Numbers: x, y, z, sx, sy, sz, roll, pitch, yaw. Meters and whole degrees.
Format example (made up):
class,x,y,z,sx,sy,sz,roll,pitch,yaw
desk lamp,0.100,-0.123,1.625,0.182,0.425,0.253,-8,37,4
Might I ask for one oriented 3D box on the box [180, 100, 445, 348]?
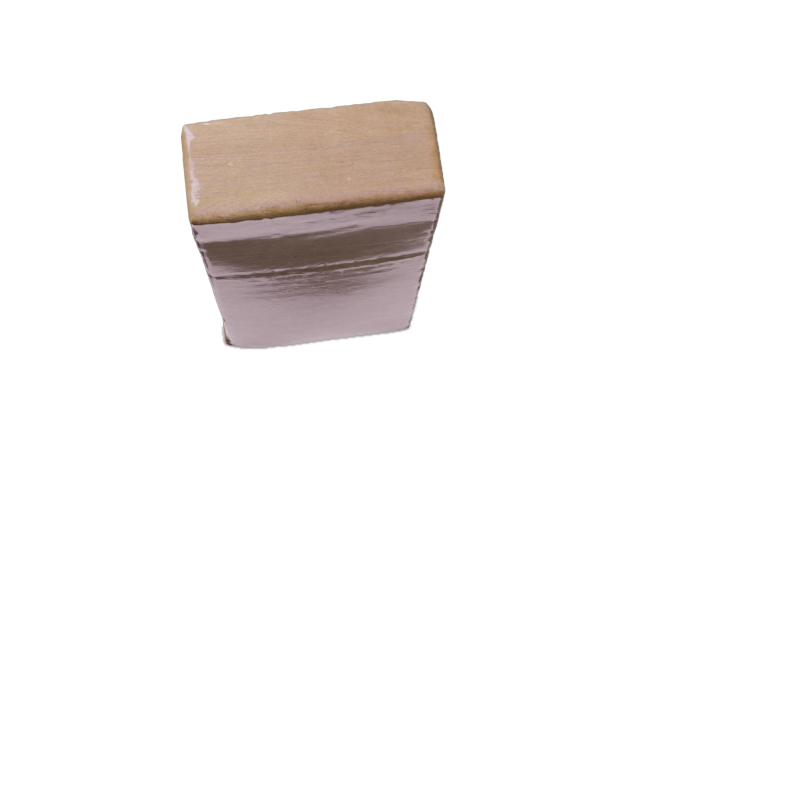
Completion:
class,x,y,z,sx,sy,sz,roll,pitch,yaw
box,-0.037,-0.068,0.472,0.093,0.050,0.169,-6,-15,-5
